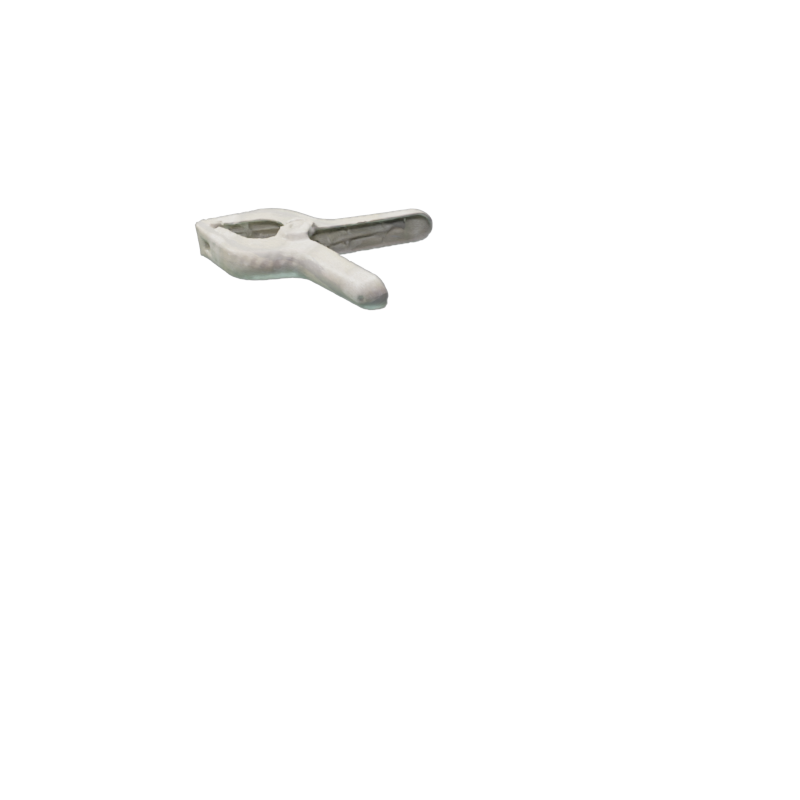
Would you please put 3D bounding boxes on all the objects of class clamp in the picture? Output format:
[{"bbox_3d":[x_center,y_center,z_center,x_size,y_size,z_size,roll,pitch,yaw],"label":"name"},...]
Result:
[{"bbox_3d":[-0.063,-0.115,0.804,0.179,0.037,0.122,15,33,25],"label":"clamp"}]
